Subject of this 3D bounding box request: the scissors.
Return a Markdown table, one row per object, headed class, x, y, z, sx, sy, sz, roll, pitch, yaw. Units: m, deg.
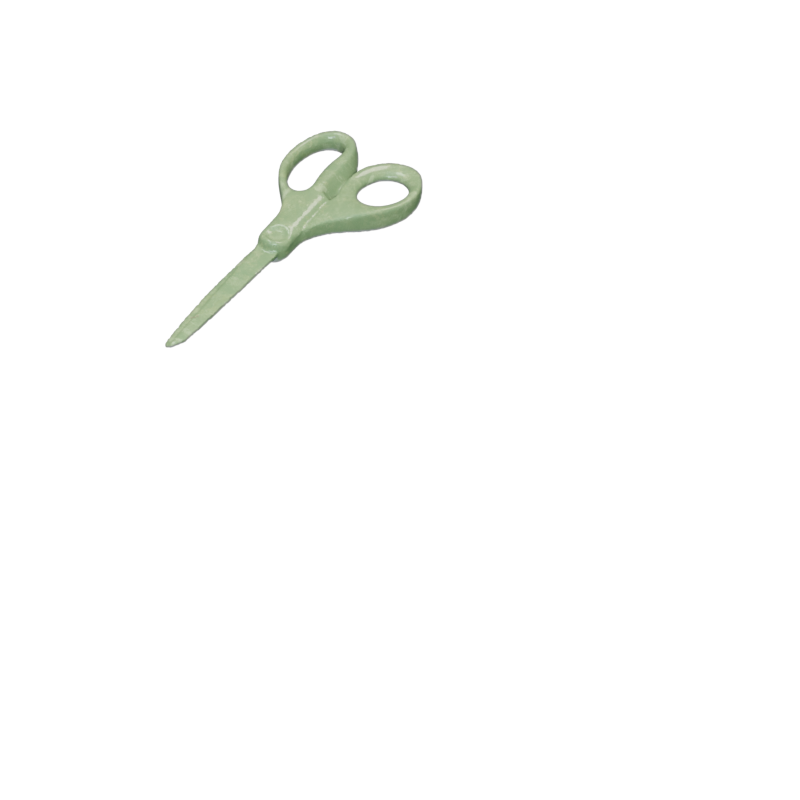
| class | x | y | z | sx | sy | sz | roll | pitch | yaw |
| --- | --- | --- | --- | --- | --- | --- | --- | --- | --- |
| scissors | -0.049 | -0.089 | 0.621 | 0.098 | 0.015 | 0.212 | 10 | 45 | 10 |
